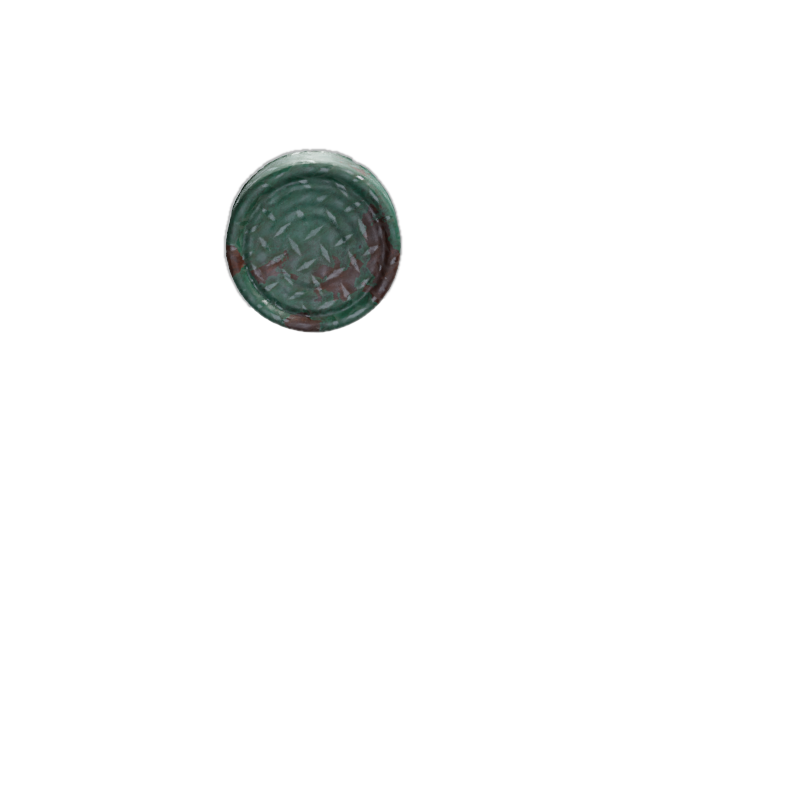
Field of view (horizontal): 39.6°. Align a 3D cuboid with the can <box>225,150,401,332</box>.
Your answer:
[{"bbox_3d":[-0.042,-0.077,0.541,0.086,0.083,0.035,0,15,-1],"label":"can"}]
